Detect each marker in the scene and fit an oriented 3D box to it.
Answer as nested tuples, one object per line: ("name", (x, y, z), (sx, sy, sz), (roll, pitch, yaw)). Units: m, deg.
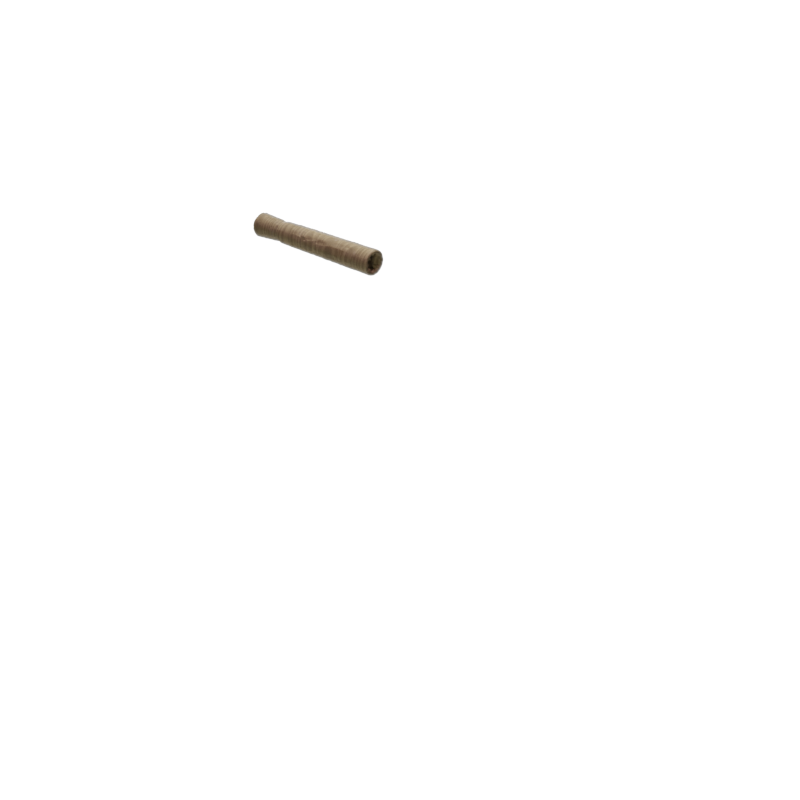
("marker", (-0.063, -0.116, 0.810), (0.129, 0.019, 0.019), (24, 18, 39))
